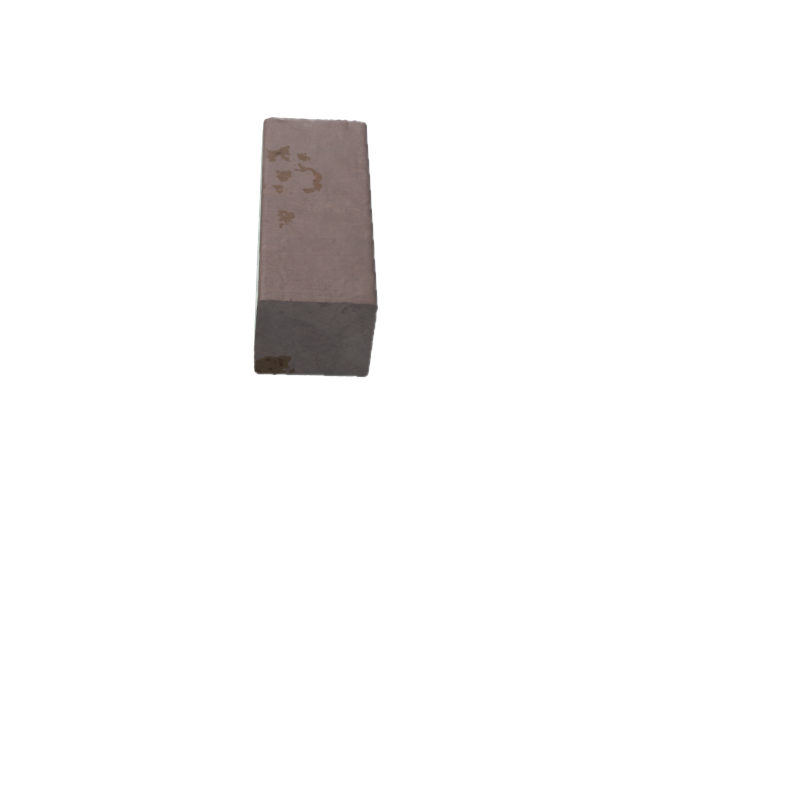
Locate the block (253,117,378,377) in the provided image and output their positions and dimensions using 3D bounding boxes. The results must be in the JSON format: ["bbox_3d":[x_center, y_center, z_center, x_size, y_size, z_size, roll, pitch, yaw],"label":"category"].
[{"bbox_3d":[-0.071,-0.129,0.901,0.090,0.221,0.084,1,-41,-5],"label":"block"}]
